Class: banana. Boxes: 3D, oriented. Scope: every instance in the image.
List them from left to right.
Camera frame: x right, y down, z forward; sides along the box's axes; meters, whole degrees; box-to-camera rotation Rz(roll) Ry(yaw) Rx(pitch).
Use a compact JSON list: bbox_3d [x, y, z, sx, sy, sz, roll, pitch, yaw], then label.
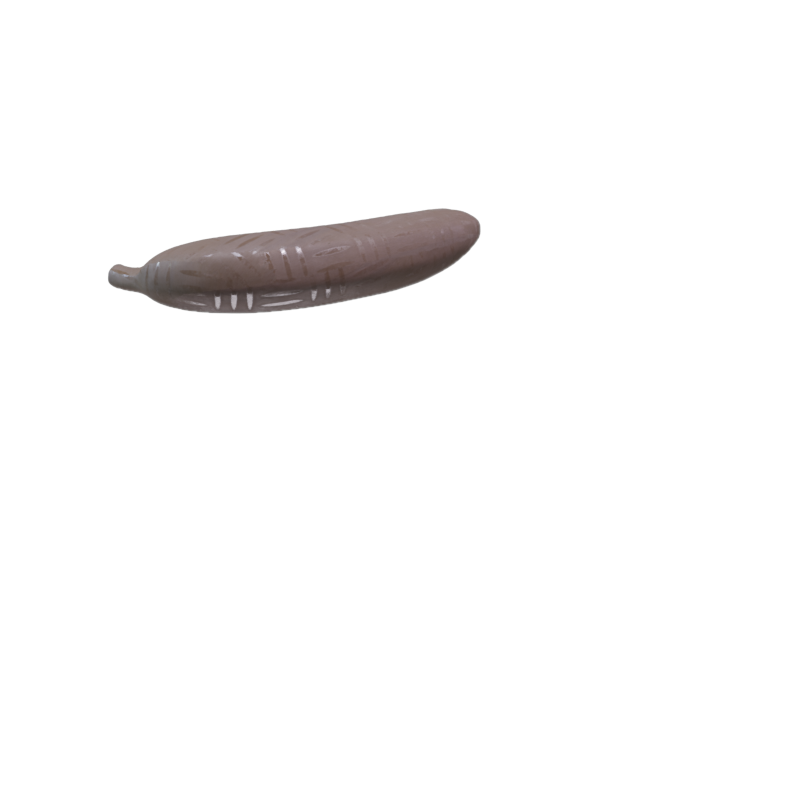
[{"bbox_3d":[-0.041,-0.071,0.544,0.194,0.035,0.074,-8,27,-16],"label":"banana"}]
